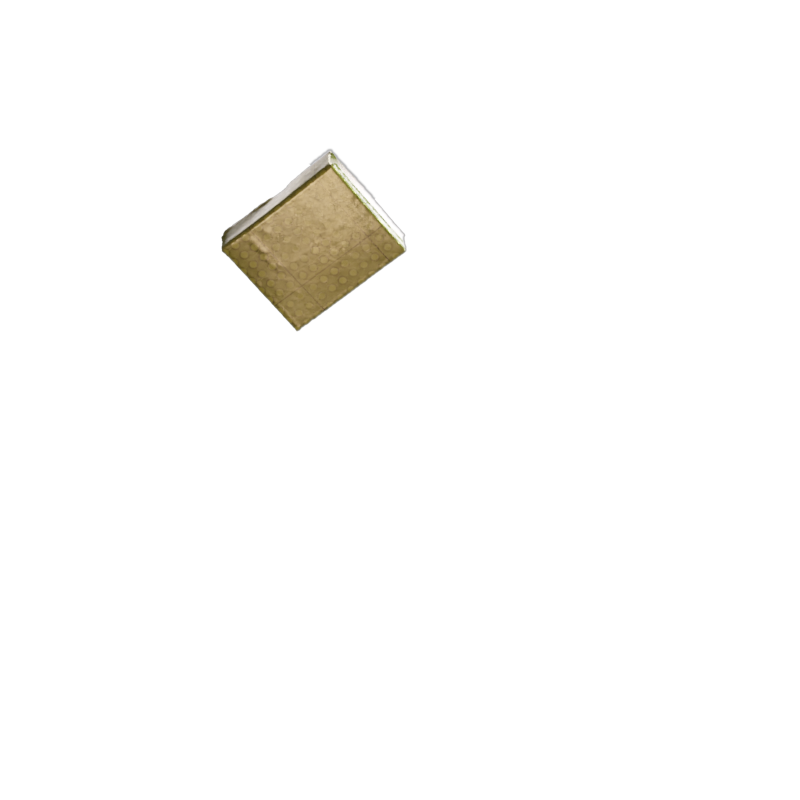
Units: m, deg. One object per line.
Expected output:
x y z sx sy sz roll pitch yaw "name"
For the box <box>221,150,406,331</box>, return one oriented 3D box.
-0.053 -0.096 0.675 0.089 0.069 0.032 -35 22 16 "box"
